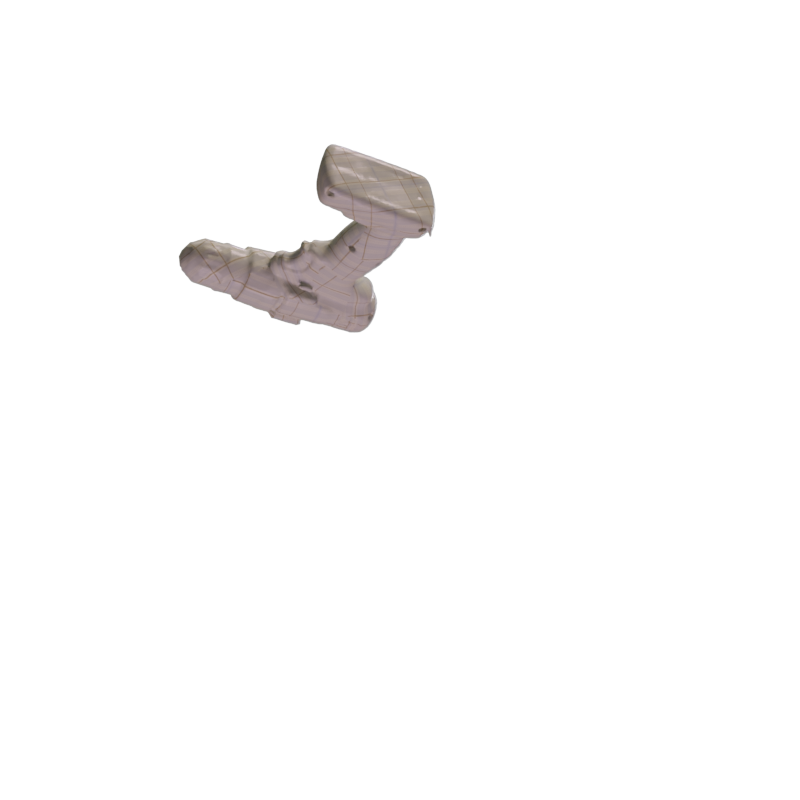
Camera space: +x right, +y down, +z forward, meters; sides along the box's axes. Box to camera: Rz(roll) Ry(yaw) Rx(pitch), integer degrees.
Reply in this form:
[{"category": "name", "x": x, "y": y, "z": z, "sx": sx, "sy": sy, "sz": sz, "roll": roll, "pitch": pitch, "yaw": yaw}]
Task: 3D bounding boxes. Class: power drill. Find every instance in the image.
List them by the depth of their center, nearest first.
[{"category": "power drill", "x": -0.073, "y": -0.133, "z": 0.931, "sx": 0.177, "sy": 0.061, "sz": 0.183, "roll": 15, "pitch": -34, "yaw": -24}]
